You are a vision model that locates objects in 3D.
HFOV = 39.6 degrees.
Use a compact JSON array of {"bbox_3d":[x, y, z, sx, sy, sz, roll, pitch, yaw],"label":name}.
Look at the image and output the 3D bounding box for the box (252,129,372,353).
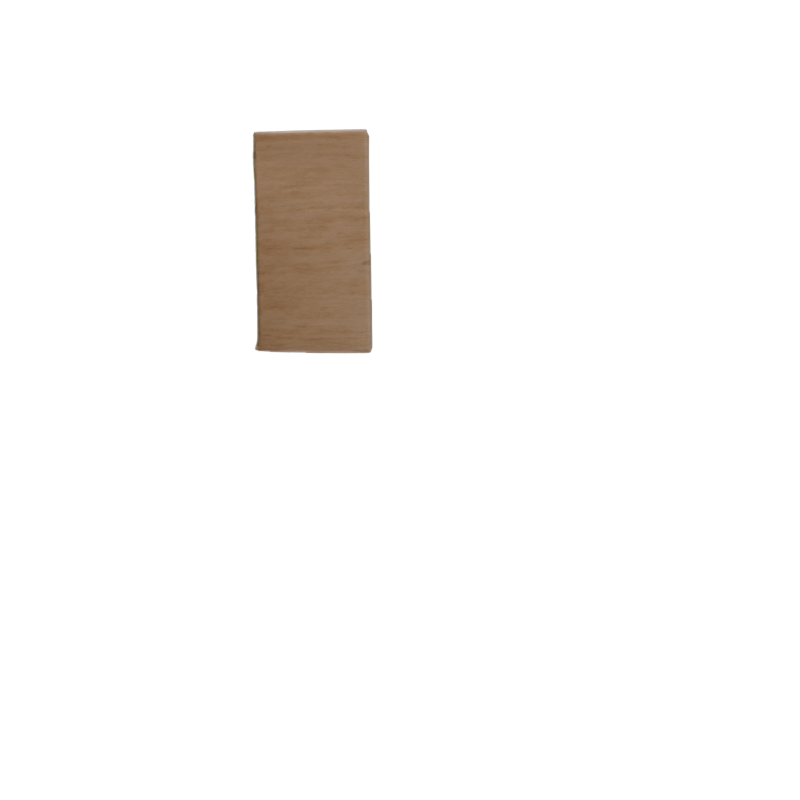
[{"bbox_3d":[-0.069,-0.127,0.888,0.094,0.177,0.047,0,-2,4],"label":"box"}]
